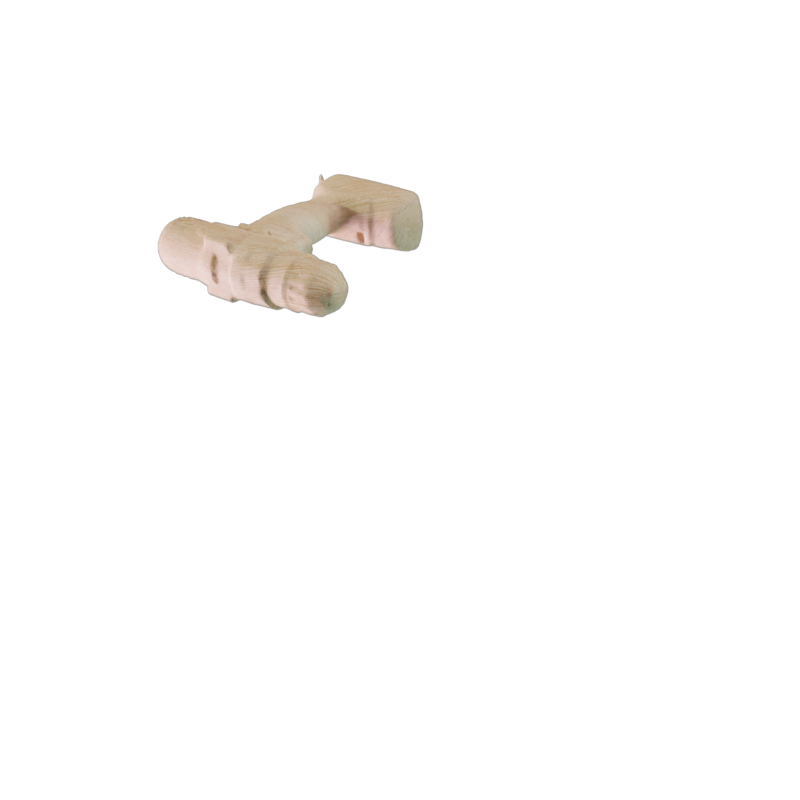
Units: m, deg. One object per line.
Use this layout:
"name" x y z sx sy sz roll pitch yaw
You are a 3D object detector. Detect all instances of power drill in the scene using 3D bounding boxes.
"power drill" -0.068 -0.124 0.868 0.196 0.055 0.186 21 33 37
